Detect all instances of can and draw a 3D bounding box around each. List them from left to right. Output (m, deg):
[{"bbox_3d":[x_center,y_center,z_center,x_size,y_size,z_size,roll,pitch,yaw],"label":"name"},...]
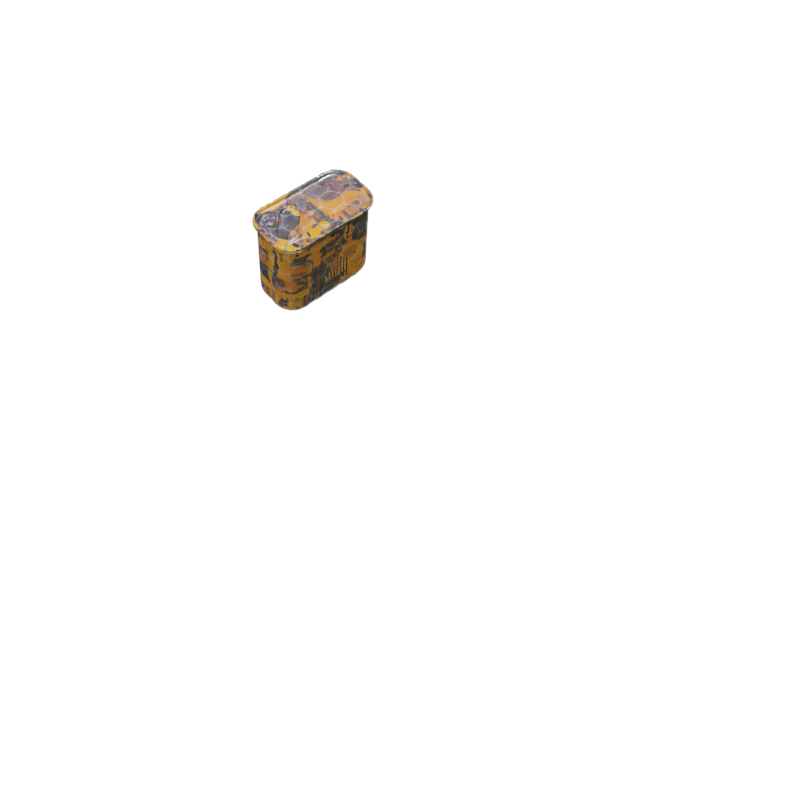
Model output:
[{"bbox_3d":[-0.074,-0.136,0.950,0.102,0.061,0.078,-34,-29,-24],"label":"can"}]
